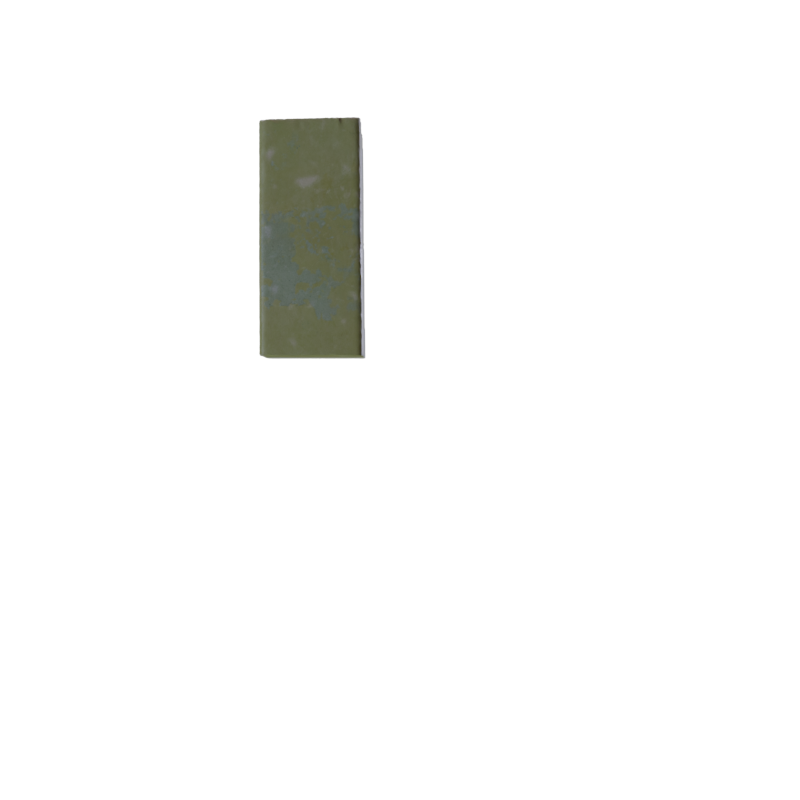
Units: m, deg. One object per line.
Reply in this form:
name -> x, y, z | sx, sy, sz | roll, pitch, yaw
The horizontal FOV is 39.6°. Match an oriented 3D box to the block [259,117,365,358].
block -> -0.078, -0.142, 0.994 | 0.091, 0.210, 0.088 | -1, -6, 2
